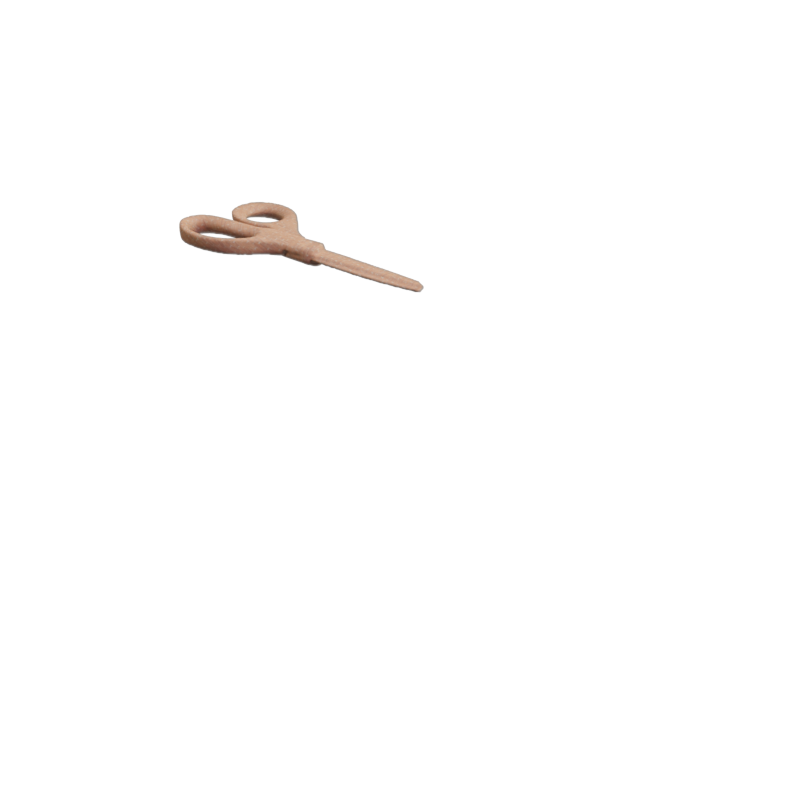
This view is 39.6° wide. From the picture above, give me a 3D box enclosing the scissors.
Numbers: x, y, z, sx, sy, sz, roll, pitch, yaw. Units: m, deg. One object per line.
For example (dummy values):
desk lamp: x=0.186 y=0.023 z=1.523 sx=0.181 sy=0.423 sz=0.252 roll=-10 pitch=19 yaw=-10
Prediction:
scissors: x=-0.062 y=-0.113 z=0.791 sx=0.209 sy=0.015 sz=0.098 roll=13 pitch=31 yaw=23
